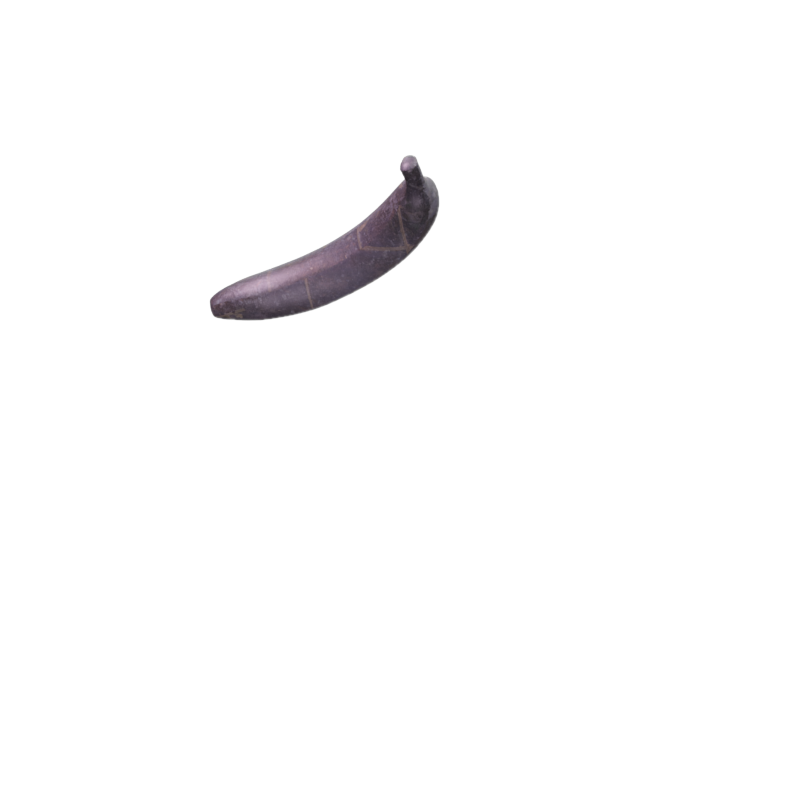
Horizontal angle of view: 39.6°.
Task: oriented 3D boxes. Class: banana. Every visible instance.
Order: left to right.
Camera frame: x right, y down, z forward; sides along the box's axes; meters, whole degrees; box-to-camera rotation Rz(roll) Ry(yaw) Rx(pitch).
[{"bbox_3d":[-0.040,-0.097,0.726,0.196,0.039,0.065,-32,-47,34],"label":"banana"}]
